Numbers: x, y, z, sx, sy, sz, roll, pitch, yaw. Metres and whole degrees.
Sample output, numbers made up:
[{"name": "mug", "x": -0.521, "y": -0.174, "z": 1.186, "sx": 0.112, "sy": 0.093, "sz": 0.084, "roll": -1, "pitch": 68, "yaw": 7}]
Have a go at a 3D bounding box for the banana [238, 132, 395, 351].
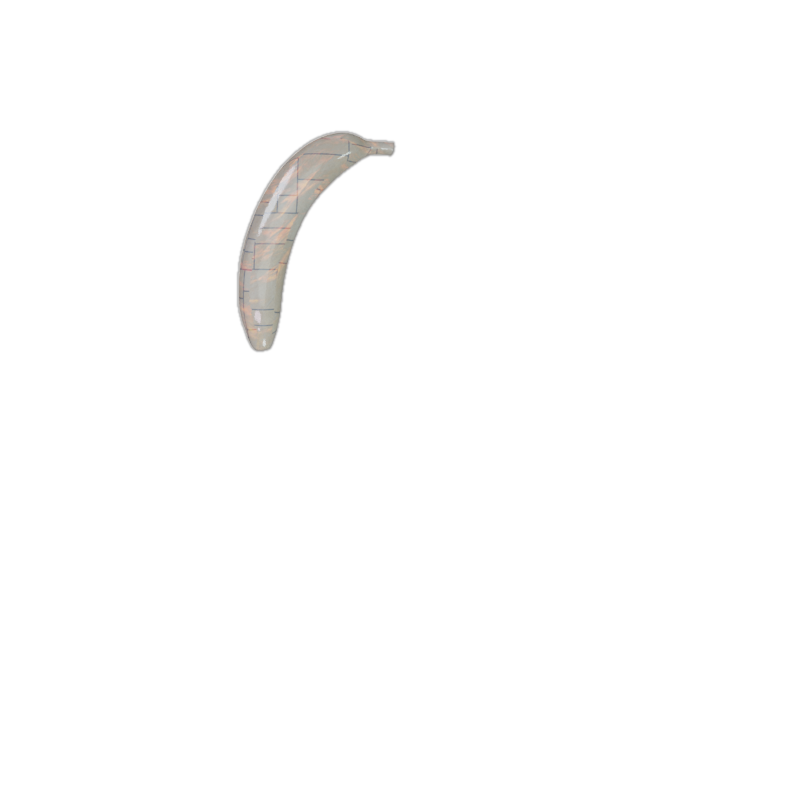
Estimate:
[{"name": "banana", "x": -0.081, "y": -0.136, "z": 0.863, "sx": 0.070, "sy": 0.199, "sz": 0.036, "roll": 32, "pitch": -6, "yaw": 2}]
